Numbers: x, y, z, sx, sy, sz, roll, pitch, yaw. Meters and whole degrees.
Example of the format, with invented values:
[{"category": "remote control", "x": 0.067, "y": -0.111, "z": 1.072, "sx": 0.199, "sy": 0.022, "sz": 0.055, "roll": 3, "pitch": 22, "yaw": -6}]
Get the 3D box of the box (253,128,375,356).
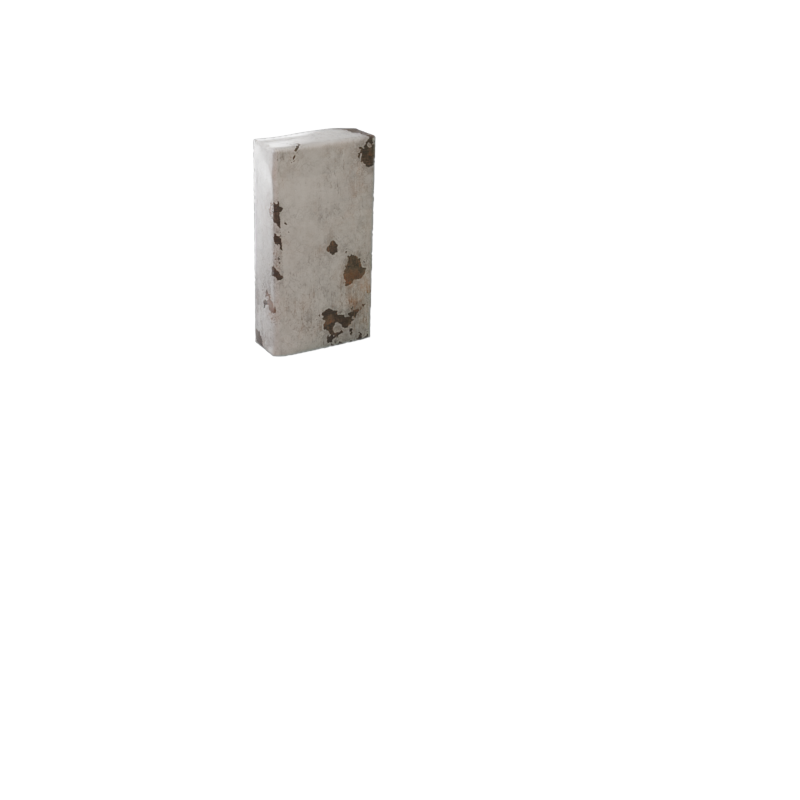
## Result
[{"category": "box", "x": -0.070, "y": -0.128, "z": 0.896, "sx": 0.091, "sy": 0.169, "sz": 0.051, "roll": -11, "pitch": 23, "yaw": -30}]
